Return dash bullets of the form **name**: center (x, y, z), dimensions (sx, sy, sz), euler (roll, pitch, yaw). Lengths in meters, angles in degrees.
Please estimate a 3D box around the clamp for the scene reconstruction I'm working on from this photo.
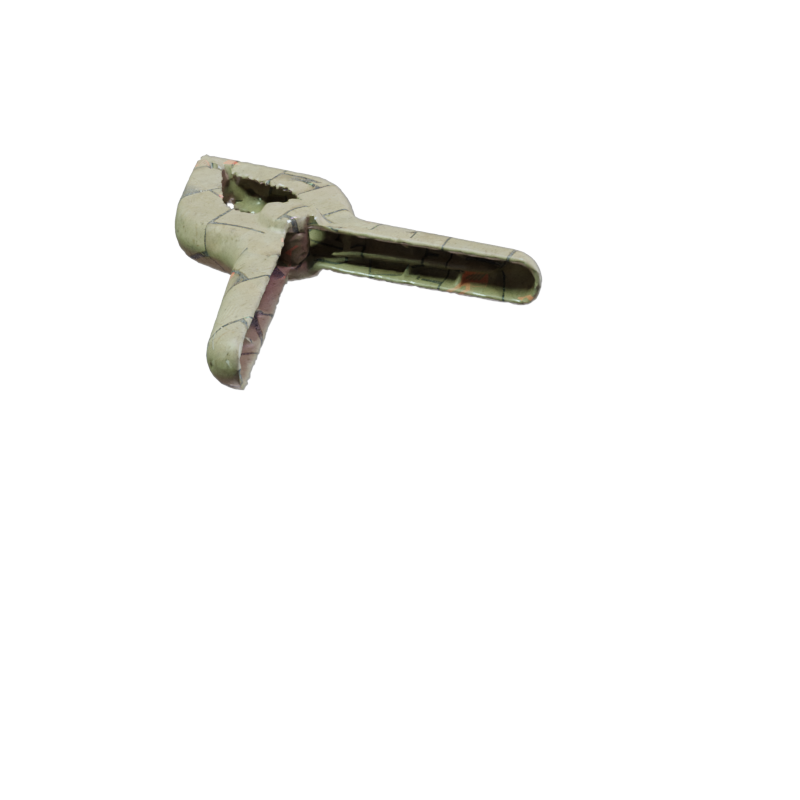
- **clamp**: center (-0.043, -0.079, 0.555), dimensions (0.162, 0.034, 0.226), euler (-13, 33, -20)
